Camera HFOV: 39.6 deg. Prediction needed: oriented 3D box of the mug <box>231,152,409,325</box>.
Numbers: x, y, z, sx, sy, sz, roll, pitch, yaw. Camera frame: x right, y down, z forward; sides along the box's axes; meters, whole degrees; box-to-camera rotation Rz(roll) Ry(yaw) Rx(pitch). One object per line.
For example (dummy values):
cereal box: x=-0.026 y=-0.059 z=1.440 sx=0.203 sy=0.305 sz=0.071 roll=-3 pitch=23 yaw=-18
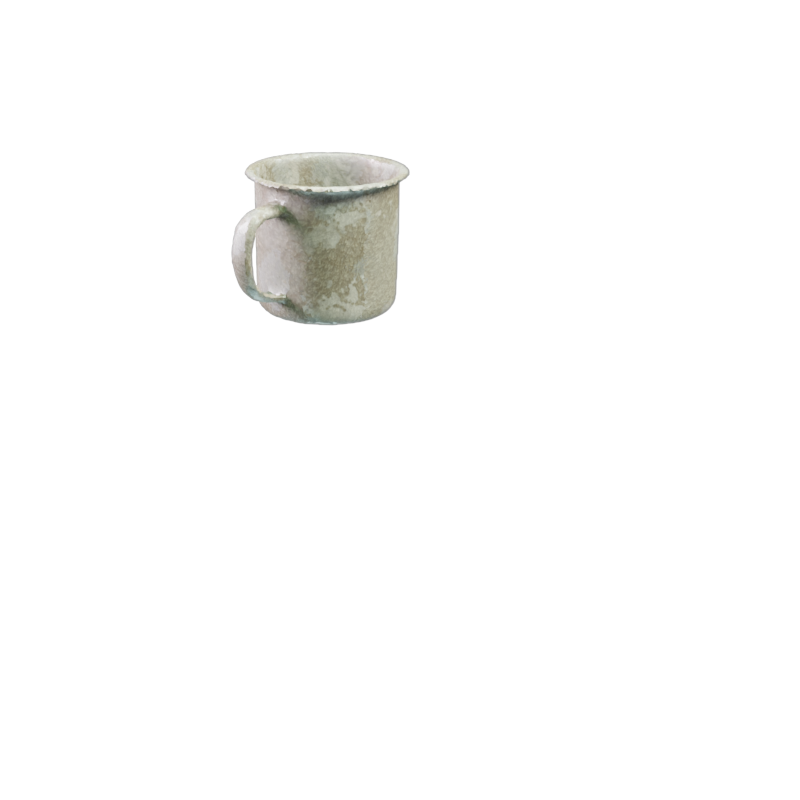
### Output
mug: x=-0.049 y=-0.090 z=0.630 sx=0.098 sy=0.078 sz=0.116 roll=16 pitch=27 yaw=35
